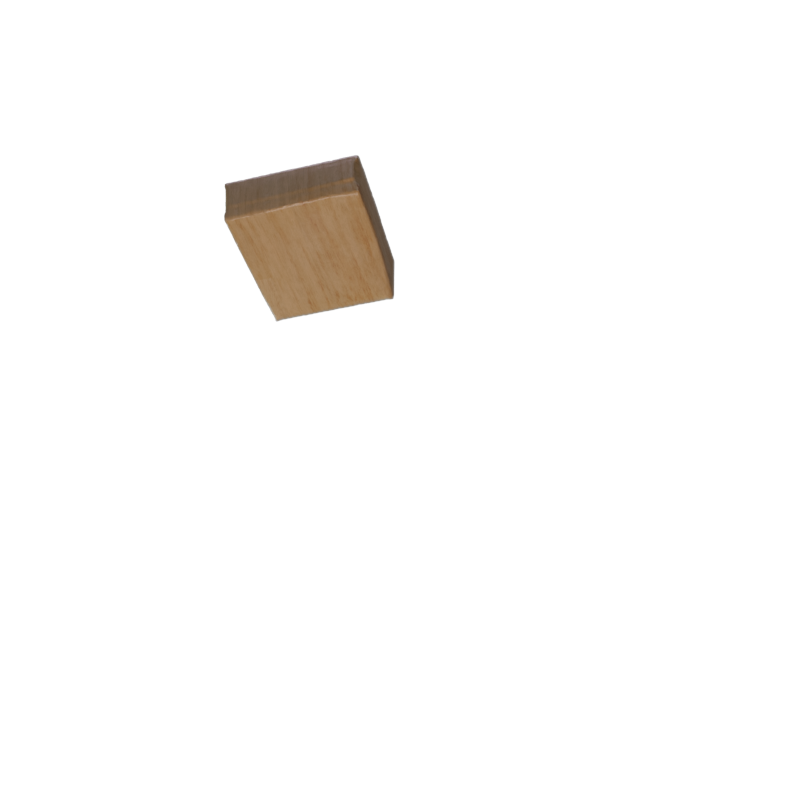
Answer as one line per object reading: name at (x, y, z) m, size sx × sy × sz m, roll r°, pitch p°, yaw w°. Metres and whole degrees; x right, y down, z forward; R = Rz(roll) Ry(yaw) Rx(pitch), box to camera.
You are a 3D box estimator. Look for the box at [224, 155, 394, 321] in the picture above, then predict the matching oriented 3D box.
box at (-0.057, -0.105, 0.736) m, size 0.091 × 0.042 × 0.105 m, roll -9°, pitch -40°, yaw 10°
